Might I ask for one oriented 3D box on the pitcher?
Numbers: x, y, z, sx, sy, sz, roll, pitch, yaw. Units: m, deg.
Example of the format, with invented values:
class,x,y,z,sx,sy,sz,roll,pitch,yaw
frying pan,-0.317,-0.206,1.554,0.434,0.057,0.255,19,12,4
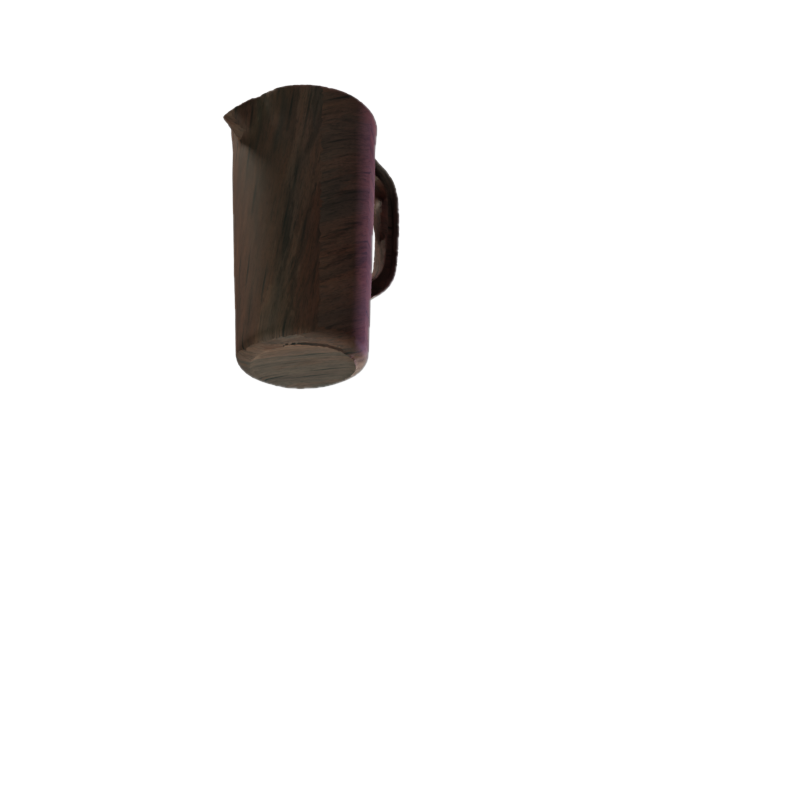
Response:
class,x,y,z,sx,sy,sz,roll,pitch,yaw
pitcher,-0.075,-0.136,0.956,0.150,0.258,0.136,-3,-27,2
